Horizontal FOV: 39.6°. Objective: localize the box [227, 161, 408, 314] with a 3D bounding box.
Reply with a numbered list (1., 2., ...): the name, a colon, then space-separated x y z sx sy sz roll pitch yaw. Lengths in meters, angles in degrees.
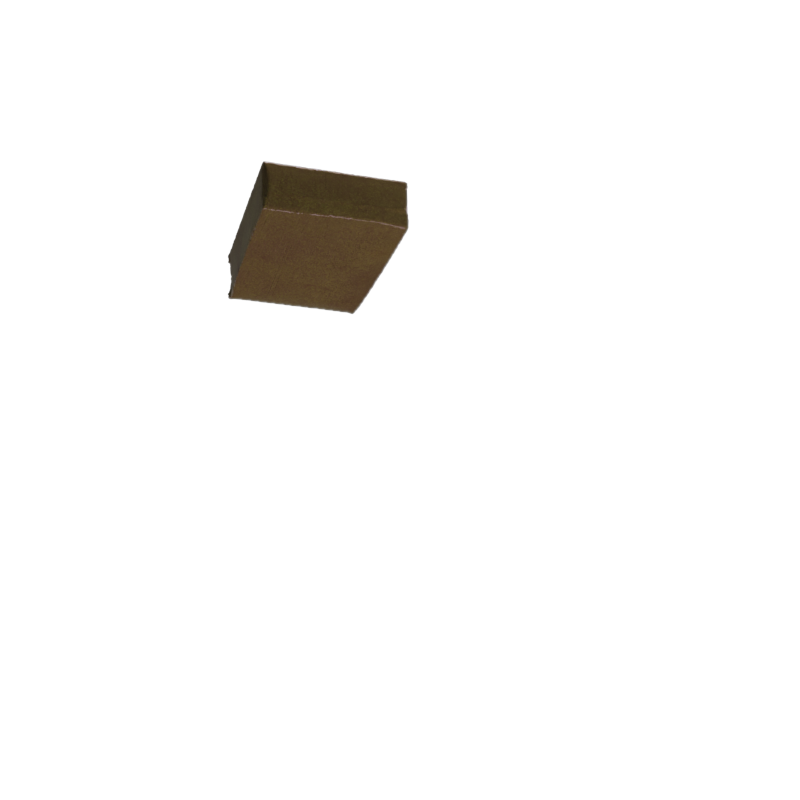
1. box: -0.054 -0.098 0.689 0.088 0.041 0.109 8 -30 -15
